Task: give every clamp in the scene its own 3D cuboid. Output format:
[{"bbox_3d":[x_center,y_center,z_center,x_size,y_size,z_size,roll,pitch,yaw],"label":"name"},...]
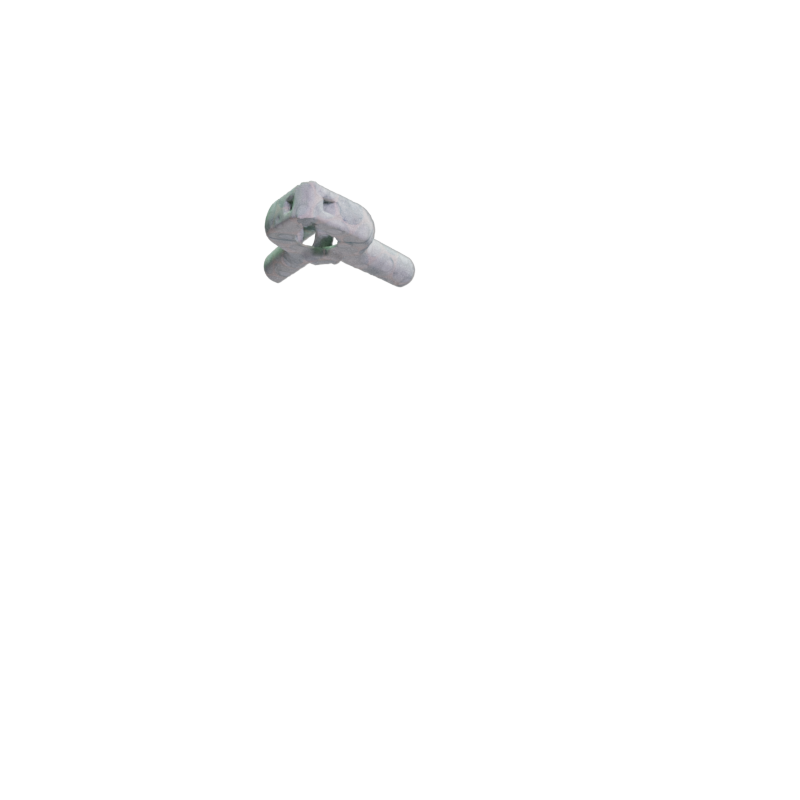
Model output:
[{"bbox_3d":[-0.065,-0.118,0.827,0.122,0.041,0.161,-5,-17,15],"label":"clamp"}]
